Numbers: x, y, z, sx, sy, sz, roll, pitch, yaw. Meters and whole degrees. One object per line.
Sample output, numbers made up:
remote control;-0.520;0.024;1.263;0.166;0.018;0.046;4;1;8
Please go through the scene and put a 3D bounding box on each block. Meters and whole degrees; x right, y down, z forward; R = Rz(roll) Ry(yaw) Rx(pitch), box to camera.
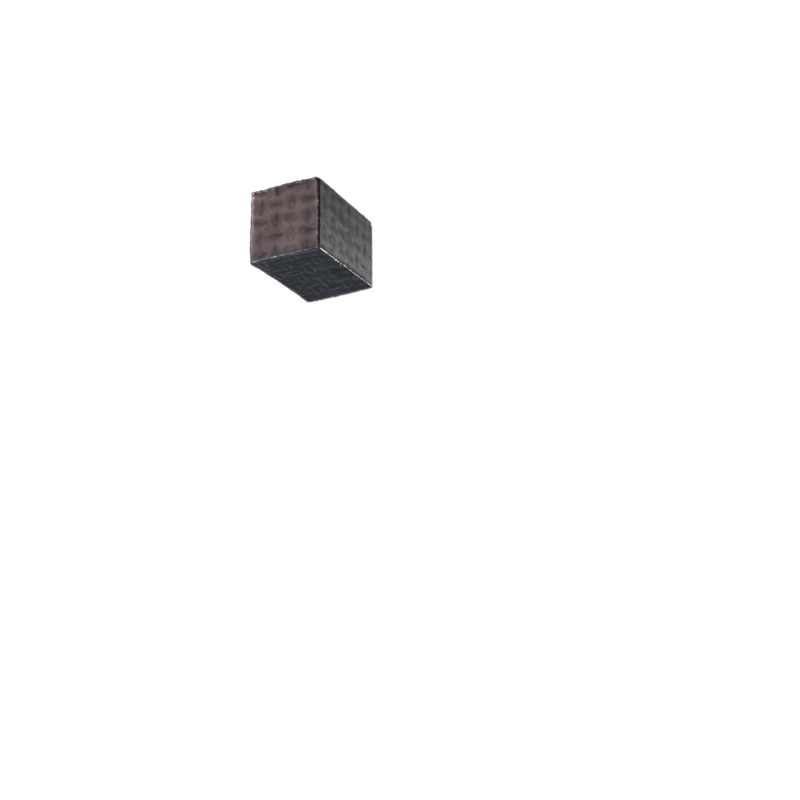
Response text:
block;-0.057;-0.104;0.731;0.054;0.054;0.073;-11;-22;24
